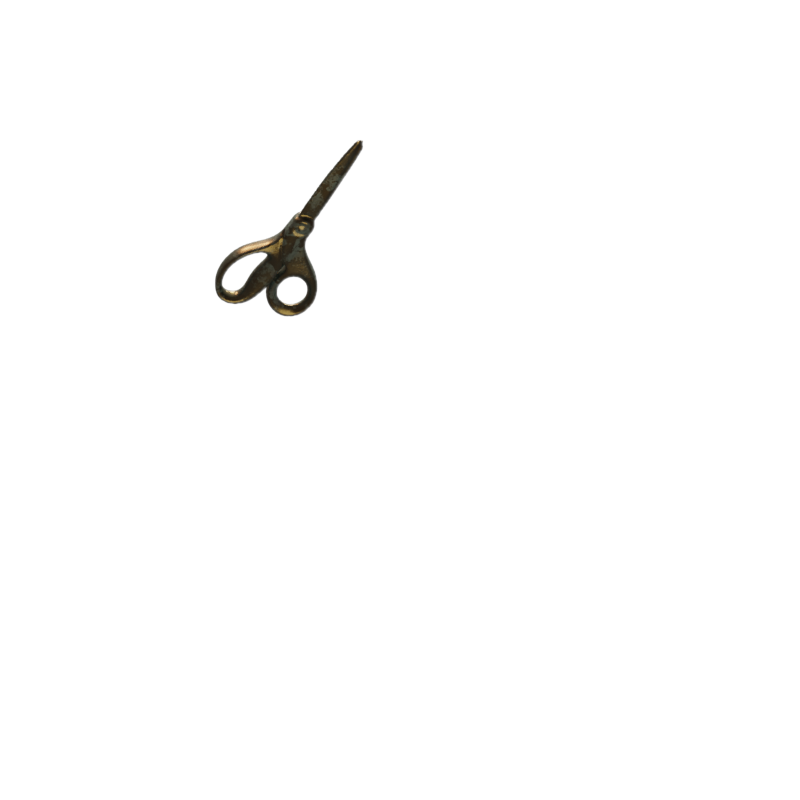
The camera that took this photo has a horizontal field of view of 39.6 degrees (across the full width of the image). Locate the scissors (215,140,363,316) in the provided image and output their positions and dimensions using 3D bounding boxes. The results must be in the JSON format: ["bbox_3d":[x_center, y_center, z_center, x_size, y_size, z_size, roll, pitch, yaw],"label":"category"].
[{"bbox_3d":[-0.072,-0.132,0.926,0.200,0.017,0.090,-33,-53,29],"label":"scissors"}]
